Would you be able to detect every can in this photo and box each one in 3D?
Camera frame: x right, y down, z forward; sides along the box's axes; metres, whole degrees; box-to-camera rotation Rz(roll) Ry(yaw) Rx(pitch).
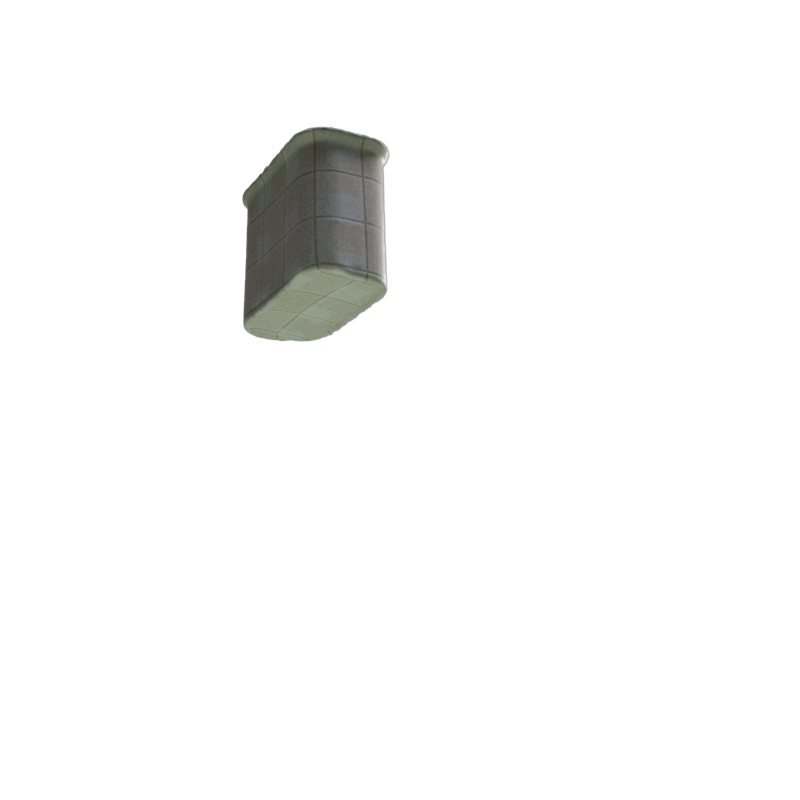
[{"bbox_3d":[-0.048,-0.087,0.607,0.055,0.088,0.101,12,-25,-27],"label":"can"}]
